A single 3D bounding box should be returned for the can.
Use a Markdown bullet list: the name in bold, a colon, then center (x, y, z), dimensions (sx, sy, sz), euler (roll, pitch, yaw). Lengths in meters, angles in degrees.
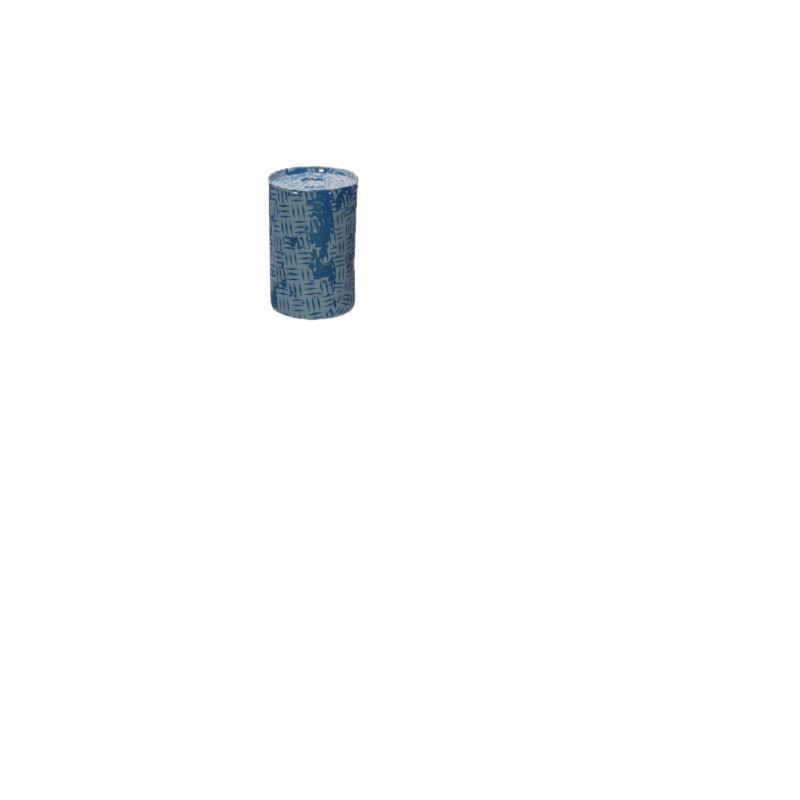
- **can**: center (-0.066, -0.120, 0.841), dimensions (0.068, 0.098, 0.072), euler (0, 22, -2)
